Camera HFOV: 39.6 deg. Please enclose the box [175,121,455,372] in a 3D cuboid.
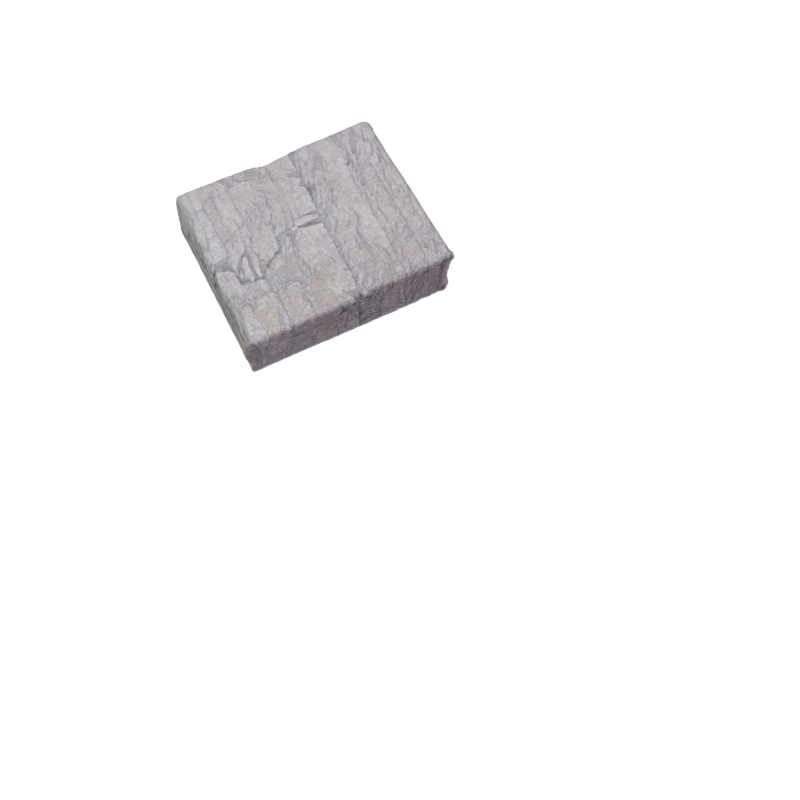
[{"bbox_3d":[-0.035,-0.063,0.442,0.089,0.078,0.028,-24,-25,-13],"label":"box"}]
